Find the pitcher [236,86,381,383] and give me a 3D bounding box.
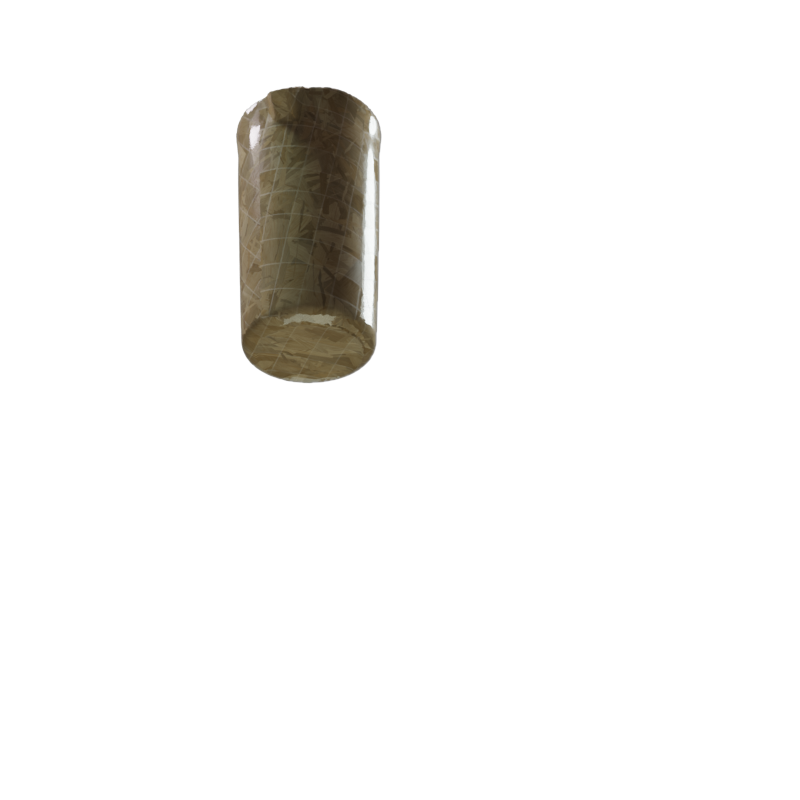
[{"bbox_3d":[-0.075,-0.137,0.957,0.143,0.260,0.142,17,-39,-26],"label":"pitcher"}]
